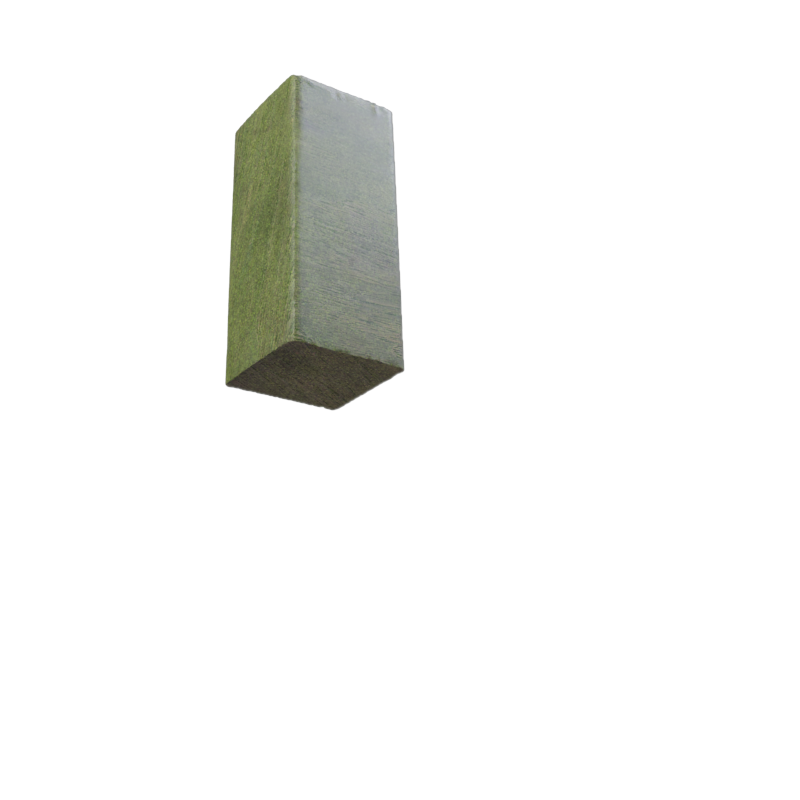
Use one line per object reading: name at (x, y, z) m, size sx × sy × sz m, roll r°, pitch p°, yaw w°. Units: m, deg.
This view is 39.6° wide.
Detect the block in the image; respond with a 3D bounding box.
block at (-0.061, -0.112, 0.780) m, size 0.086 × 0.219 × 0.089 m, roll 16°, pitch -32°, yaw -31°
